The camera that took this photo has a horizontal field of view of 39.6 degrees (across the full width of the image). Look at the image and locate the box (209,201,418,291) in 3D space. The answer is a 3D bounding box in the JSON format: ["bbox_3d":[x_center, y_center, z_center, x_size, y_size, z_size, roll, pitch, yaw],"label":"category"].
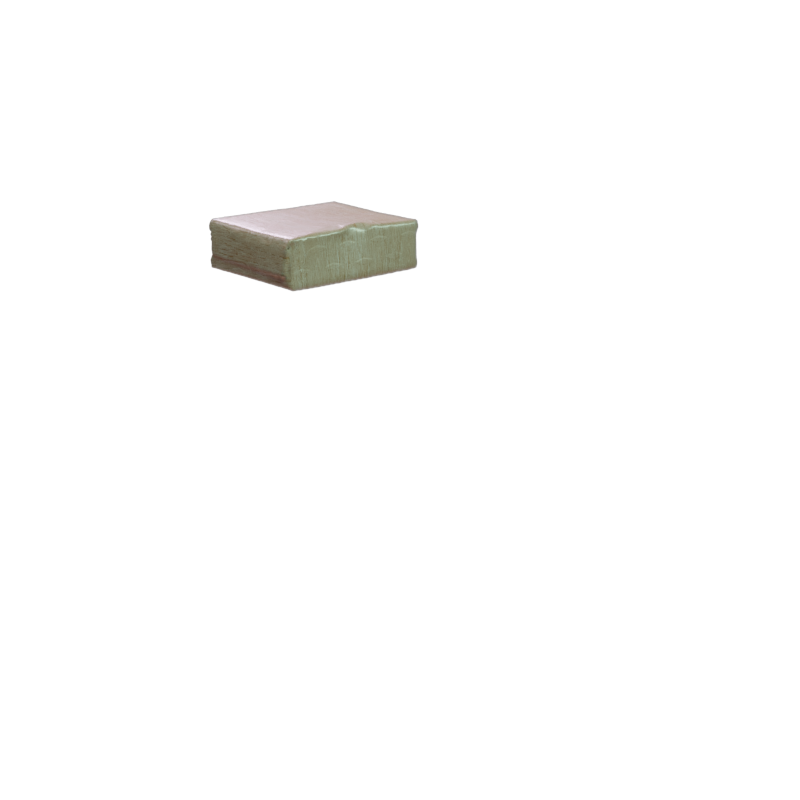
[{"bbox_3d":[-0.047,-0.085,0.597,0.087,0.029,0.077,-15,23,-37],"label":"box"}]
